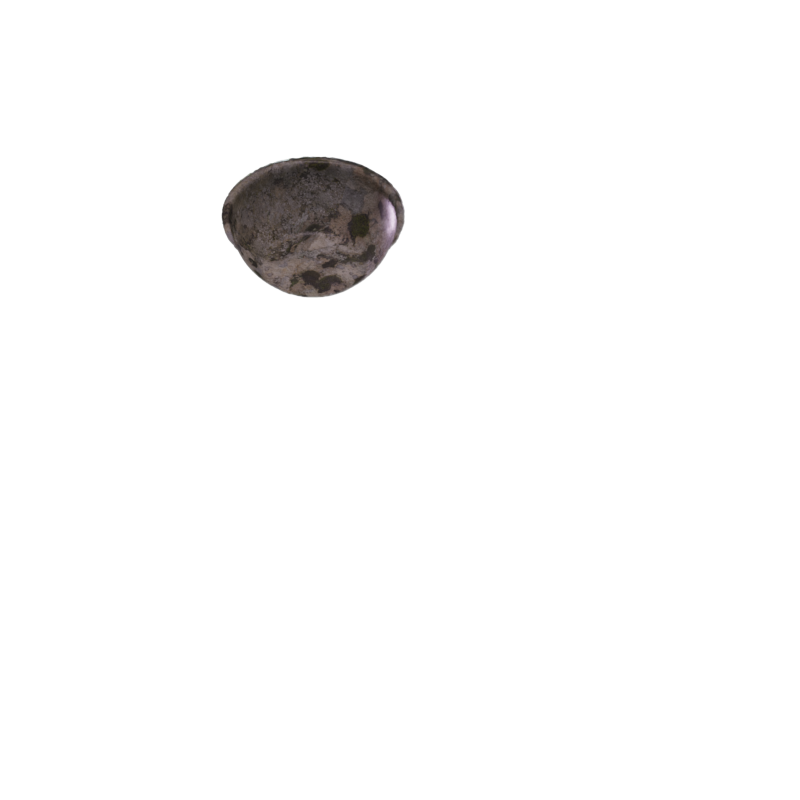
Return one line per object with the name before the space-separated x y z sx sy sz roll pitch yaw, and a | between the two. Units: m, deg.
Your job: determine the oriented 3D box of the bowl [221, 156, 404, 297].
bowl | -0.075 -0.137 0.959 0.162 0.059 0.152 1 -33 -2
